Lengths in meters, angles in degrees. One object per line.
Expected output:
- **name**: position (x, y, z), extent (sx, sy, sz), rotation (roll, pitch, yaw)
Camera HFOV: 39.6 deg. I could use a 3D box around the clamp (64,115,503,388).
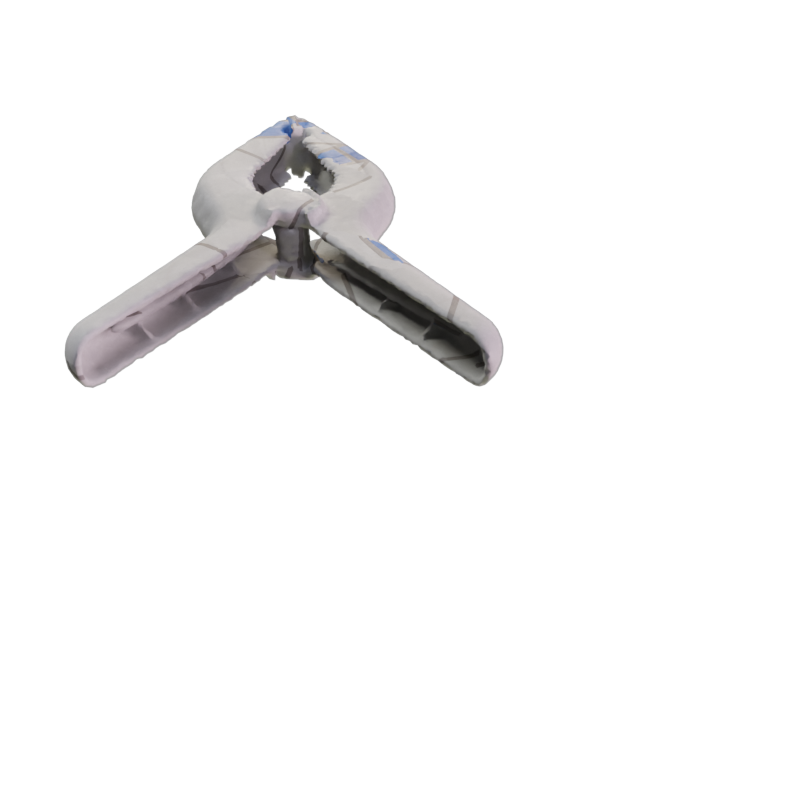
- **clamp**: position (-0.038, -0.070, 0.491), extent (0.166, 0.034, 0.222), rotation (3, 36, 4)
